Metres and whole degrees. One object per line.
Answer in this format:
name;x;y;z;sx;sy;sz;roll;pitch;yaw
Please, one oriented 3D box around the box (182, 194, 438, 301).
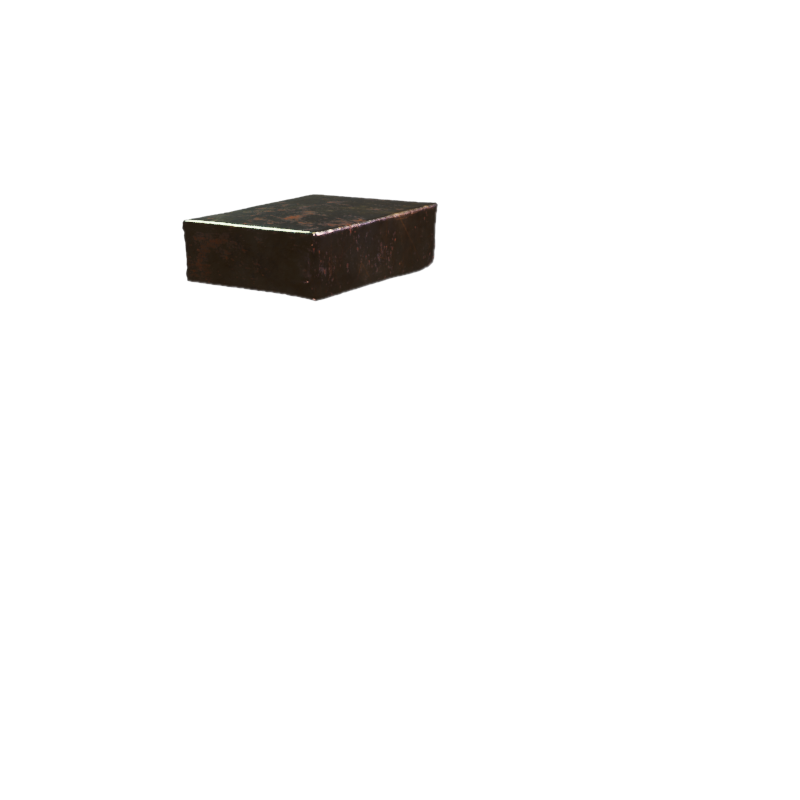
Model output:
box;-0.047;-0.085;0.597;0.094;0.038;0.111;11;20;35
